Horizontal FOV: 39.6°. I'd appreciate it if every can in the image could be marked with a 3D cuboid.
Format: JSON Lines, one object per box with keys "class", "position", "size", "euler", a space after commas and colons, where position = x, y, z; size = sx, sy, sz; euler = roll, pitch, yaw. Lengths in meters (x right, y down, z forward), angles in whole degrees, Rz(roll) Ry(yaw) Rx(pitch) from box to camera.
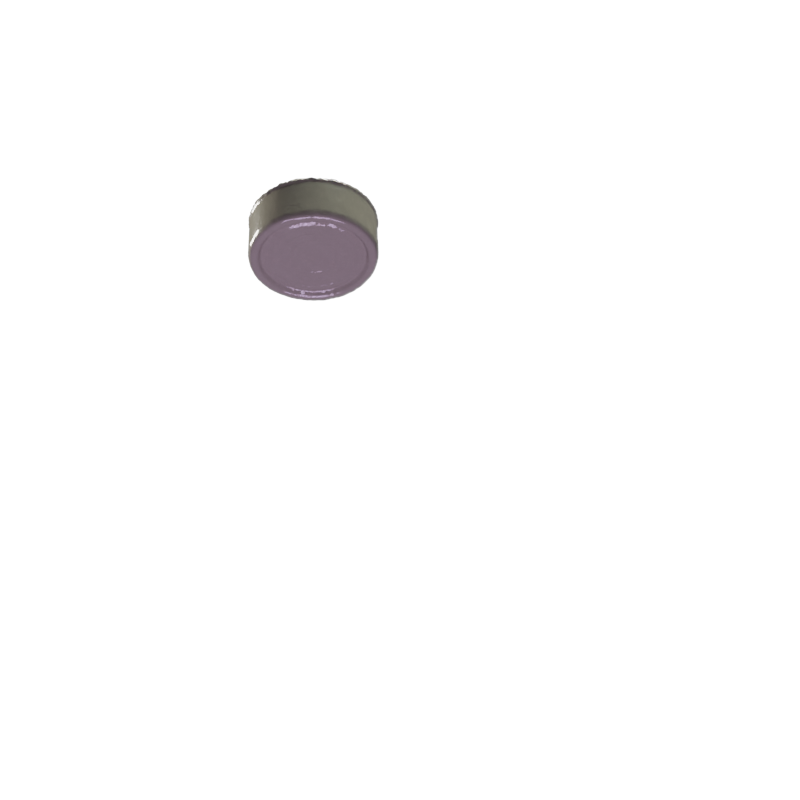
{"class": "can", "position": [-0.057, -0.103, 0.724], "size": [0.086, 0.036, 0.080], "euler": [1, -38, -2]}
